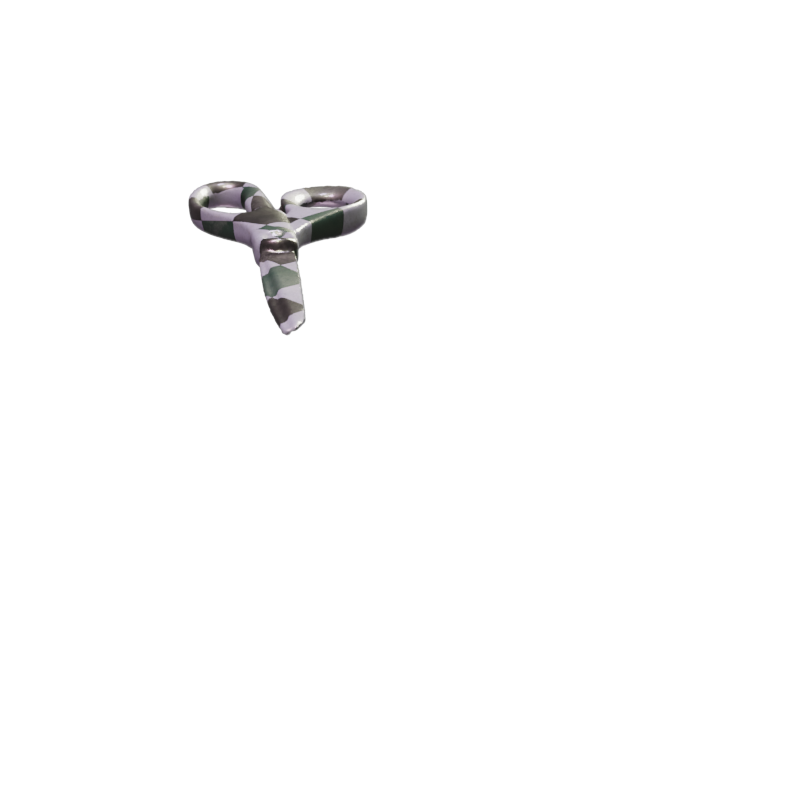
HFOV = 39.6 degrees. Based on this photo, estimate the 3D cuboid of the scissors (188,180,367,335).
[{"bbox_3d":[-0.038,-0.070,0.487,0.094,0.015,0.215,-10,25,-21],"label":"scissors"}]
